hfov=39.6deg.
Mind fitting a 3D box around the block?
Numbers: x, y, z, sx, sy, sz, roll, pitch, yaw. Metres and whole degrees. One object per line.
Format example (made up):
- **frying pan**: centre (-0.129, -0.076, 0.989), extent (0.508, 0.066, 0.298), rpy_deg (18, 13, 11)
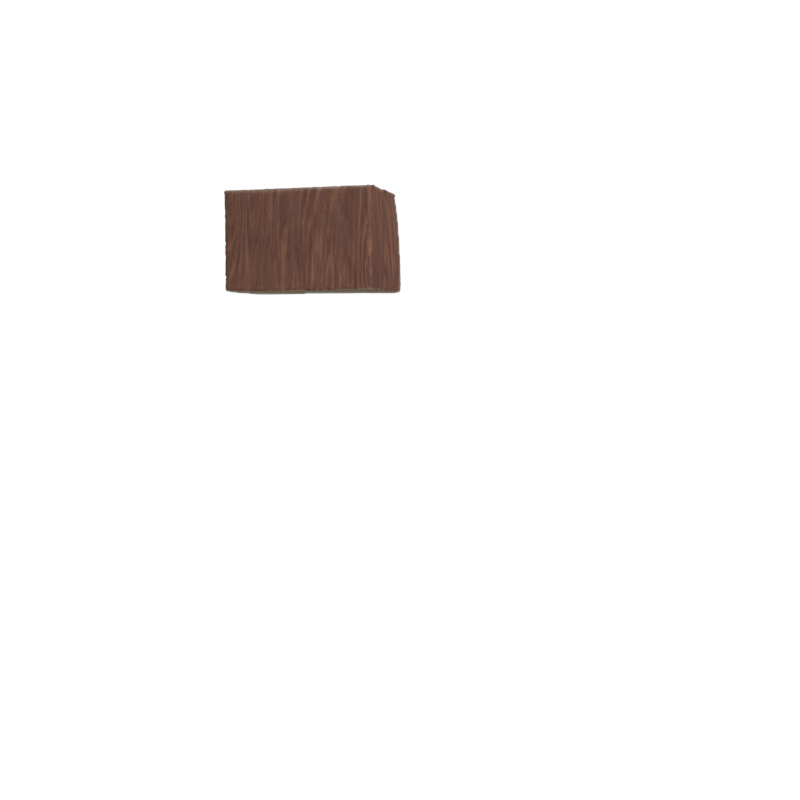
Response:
- **block**: centre (-0.043, -0.079, 0.555), extent (0.080, 0.052, 0.051), rpy_deg (0, 0, 16)
